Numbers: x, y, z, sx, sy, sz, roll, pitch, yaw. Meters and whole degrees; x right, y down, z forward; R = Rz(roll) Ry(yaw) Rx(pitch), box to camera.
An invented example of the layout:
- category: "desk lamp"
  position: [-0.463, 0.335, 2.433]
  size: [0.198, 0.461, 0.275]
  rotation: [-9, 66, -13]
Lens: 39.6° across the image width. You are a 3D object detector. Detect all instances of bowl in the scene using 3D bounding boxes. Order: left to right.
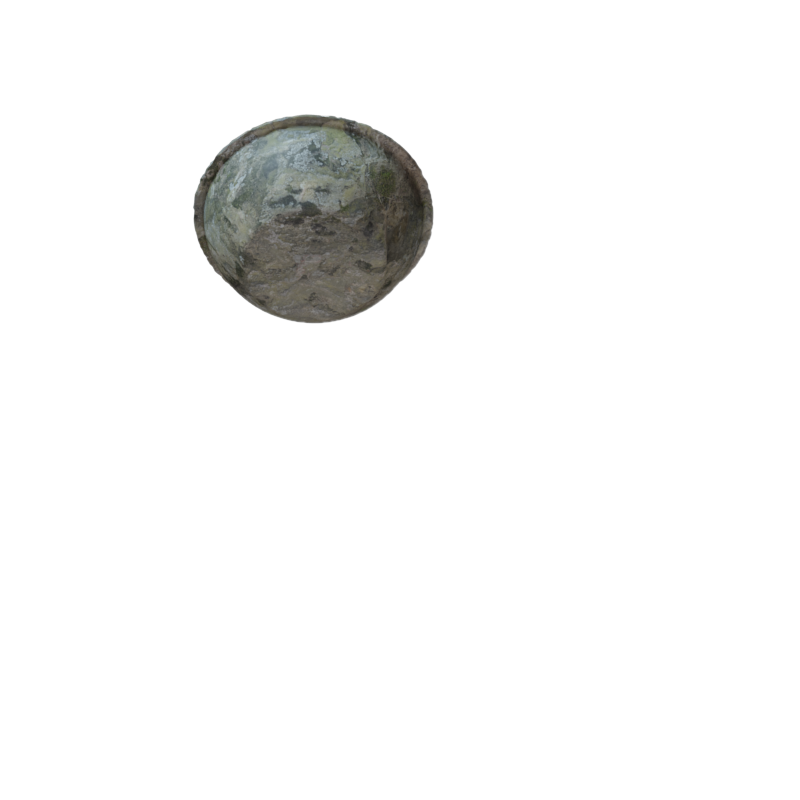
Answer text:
- category: "bowl"
  position: [-0.057, -0.103, 0.724]
  size: [0.162, 0.151, 0.059]
  rotation: [1, 39, -1]
